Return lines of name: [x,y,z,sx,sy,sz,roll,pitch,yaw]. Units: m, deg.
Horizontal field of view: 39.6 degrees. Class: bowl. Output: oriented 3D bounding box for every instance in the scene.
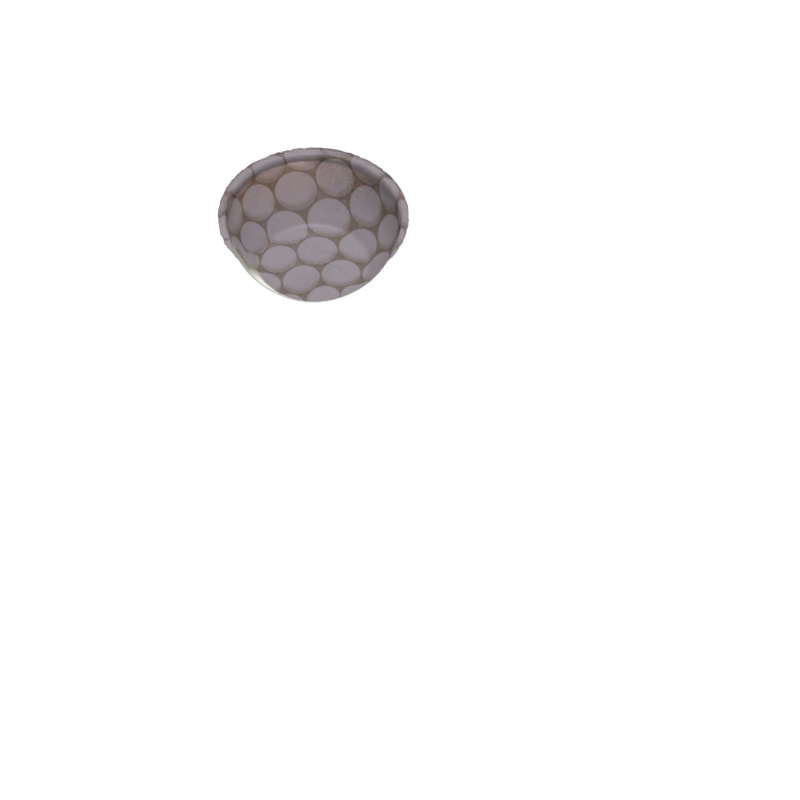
bowl: [-0.072,-0.131,0.918,0.162,0.059,0.151,1,-41,-1]
